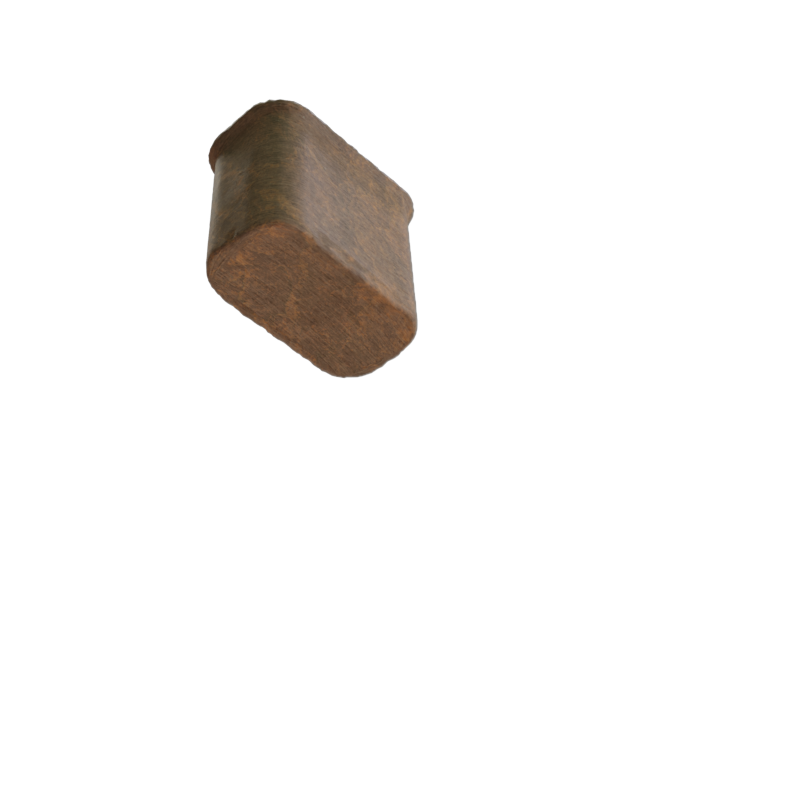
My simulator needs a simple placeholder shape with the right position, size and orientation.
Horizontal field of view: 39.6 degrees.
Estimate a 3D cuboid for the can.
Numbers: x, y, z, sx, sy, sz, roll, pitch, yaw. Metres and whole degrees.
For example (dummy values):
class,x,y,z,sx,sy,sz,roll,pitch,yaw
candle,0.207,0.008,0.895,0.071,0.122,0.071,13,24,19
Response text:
class,x,y,z,sx,sy,sz,roll,pitch,yaw
can,-0.039,-0.070,0.492,0.057,0.090,0.096,-35,-54,28
